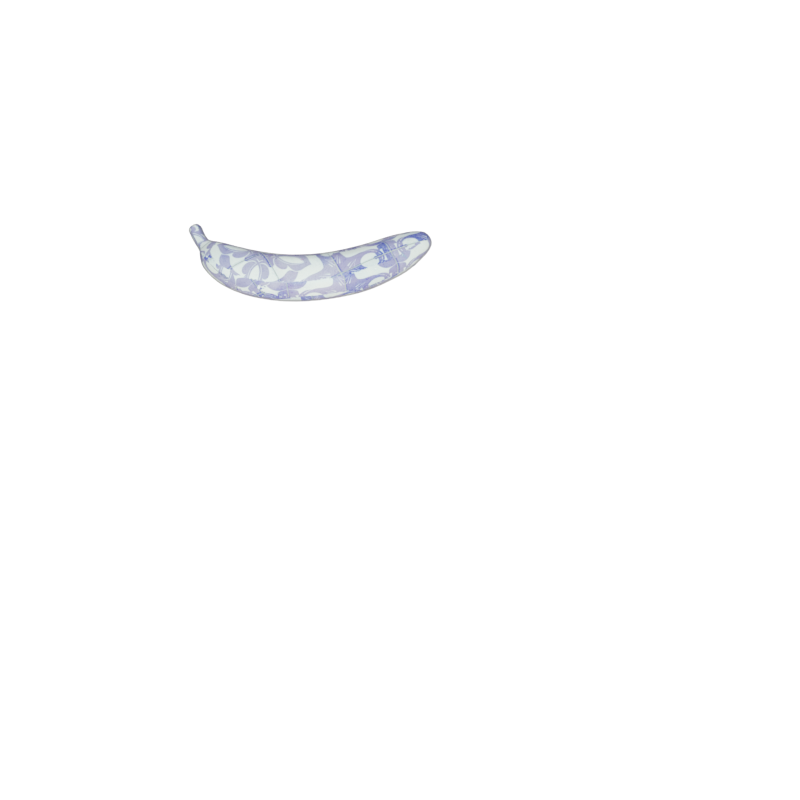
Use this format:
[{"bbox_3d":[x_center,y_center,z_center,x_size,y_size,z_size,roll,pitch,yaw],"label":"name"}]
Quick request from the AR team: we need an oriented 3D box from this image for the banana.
[{"bbox_3d":[-0.074,-0.110,0.881,0.198,0.073,0.035,3,-26,1],"label":"banana"}]
